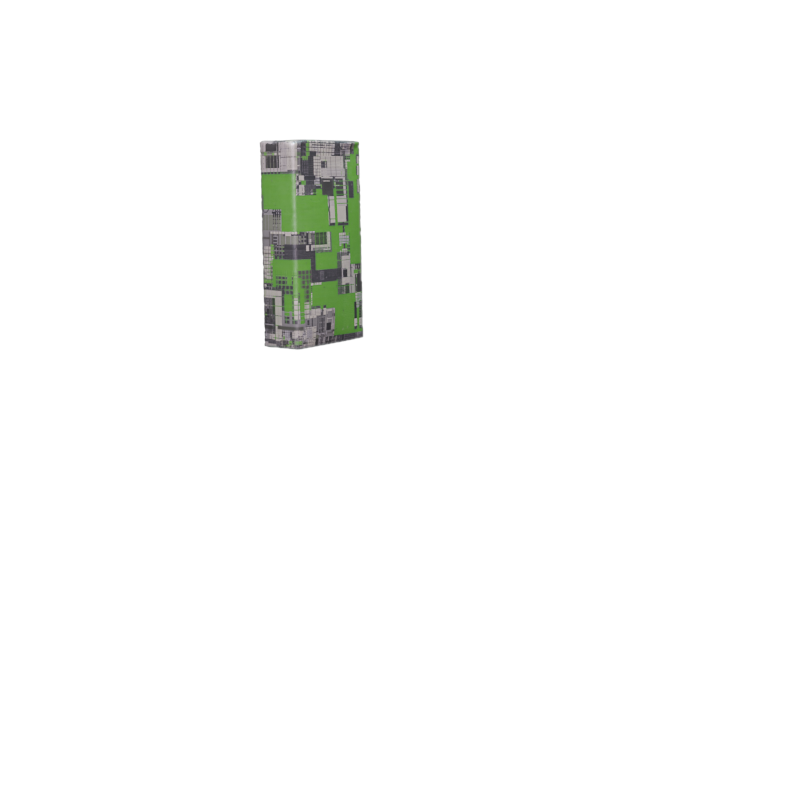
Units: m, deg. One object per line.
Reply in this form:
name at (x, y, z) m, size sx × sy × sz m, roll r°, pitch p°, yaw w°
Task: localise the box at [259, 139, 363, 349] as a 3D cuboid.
box at (-0.075, -0.138, 0.964) m, size 0.050 × 0.174 × 0.091 m, roll 4°, pitch 8°, yaw 37°
